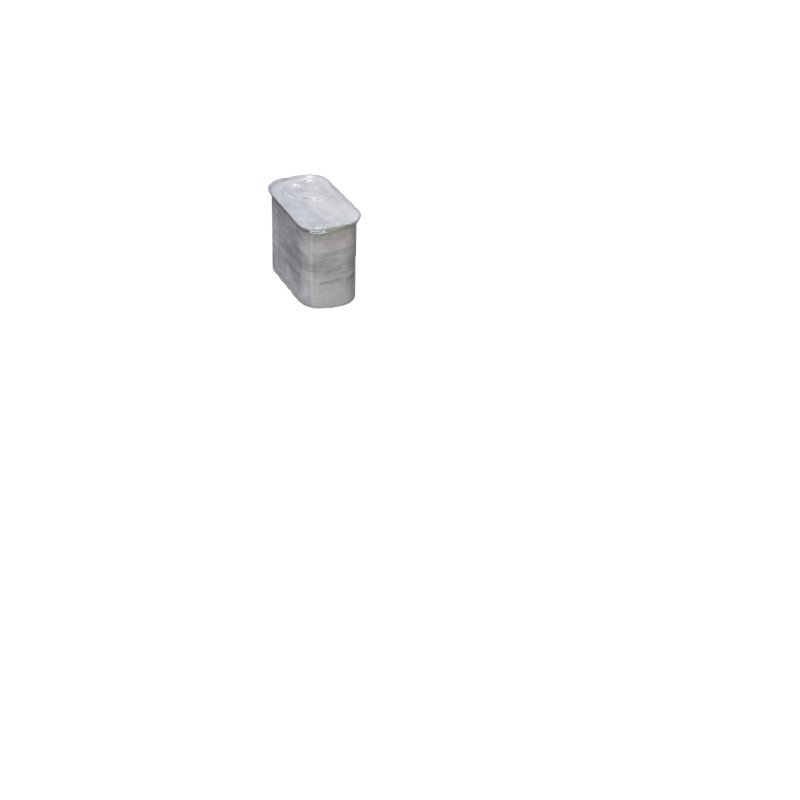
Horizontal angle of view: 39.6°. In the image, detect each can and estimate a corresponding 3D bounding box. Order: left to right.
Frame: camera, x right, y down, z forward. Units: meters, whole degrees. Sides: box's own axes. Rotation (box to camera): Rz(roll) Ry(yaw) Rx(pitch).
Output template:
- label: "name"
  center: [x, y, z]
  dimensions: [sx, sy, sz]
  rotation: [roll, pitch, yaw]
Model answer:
- label: "can"
  center: [-0.077, -0.140, 0.979]
  dimensions: [0.057, 0.079, 0.110]
  rotation: [-13, 36, -22]
